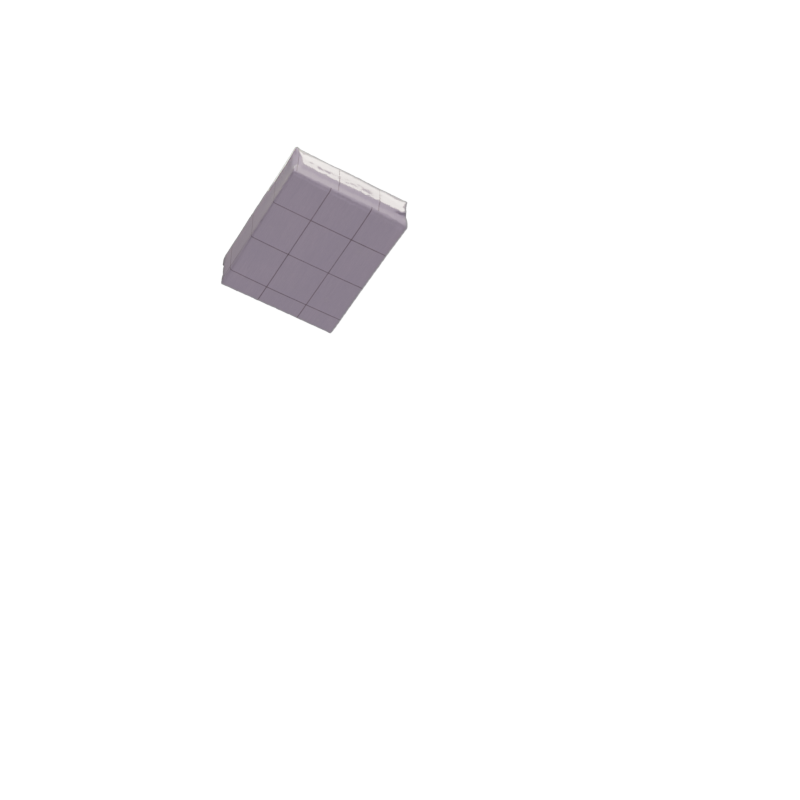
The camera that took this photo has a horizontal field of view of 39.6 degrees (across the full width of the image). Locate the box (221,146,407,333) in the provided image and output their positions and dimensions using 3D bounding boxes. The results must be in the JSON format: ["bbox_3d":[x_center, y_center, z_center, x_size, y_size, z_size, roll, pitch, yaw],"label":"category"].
[{"bbox_3d":[-0.049,-0.089,0.624,0.070,0.087,0.032,25,32,-18],"label":"box"}]
